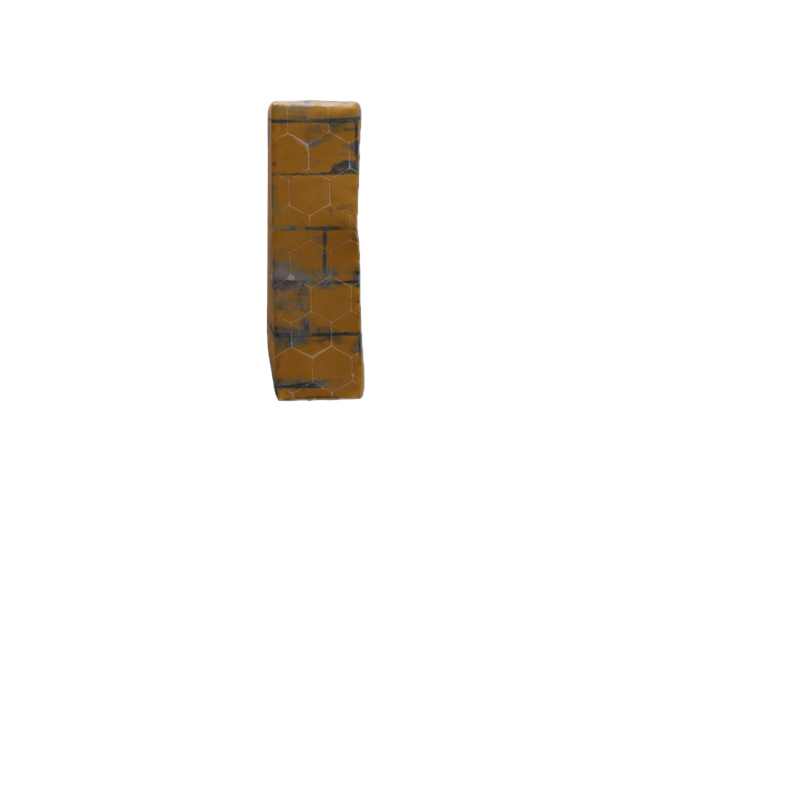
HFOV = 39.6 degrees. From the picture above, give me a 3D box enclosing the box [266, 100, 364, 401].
[{"bbox_3d":[-0.067,-0.122,0.858,0.071,0.210,0.169,0,9,-7],"label":"box"}]
